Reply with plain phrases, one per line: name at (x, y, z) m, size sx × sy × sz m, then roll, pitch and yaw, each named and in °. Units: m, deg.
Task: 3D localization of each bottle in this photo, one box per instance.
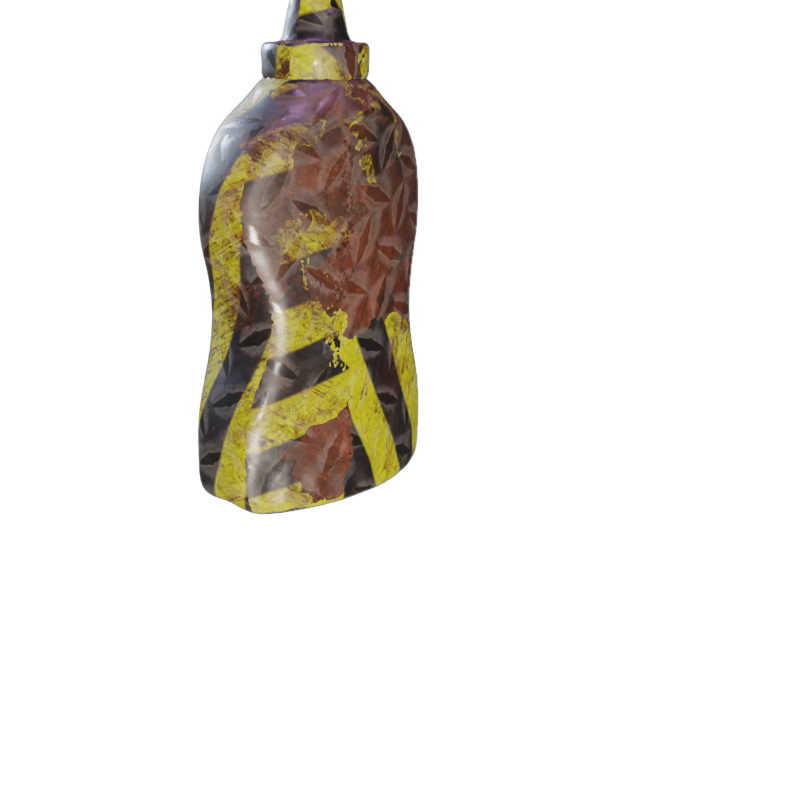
bottle at (-0.033, -0.061, 0.427) m, size 0.093 × 0.187 × 0.061 m, roll -10°, pitch 14°, yaw -44°
